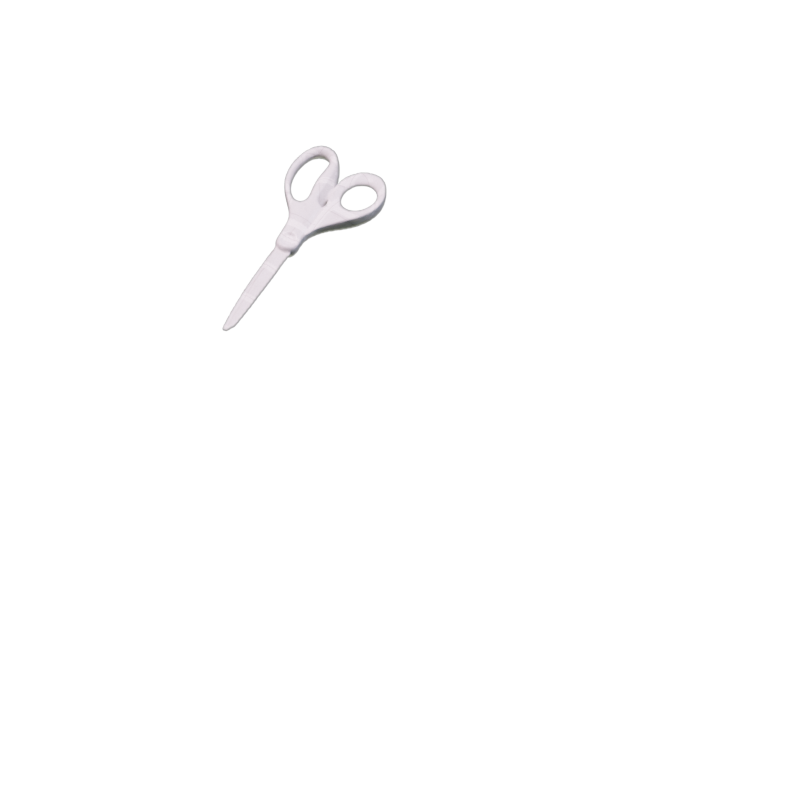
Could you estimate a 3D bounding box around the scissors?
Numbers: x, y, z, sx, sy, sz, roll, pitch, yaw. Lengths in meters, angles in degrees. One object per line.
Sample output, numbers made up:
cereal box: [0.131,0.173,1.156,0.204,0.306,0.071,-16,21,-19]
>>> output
scissors: [-0.071,-0.129,0.902,0.097,0.213,0.015,9,-35,6]
